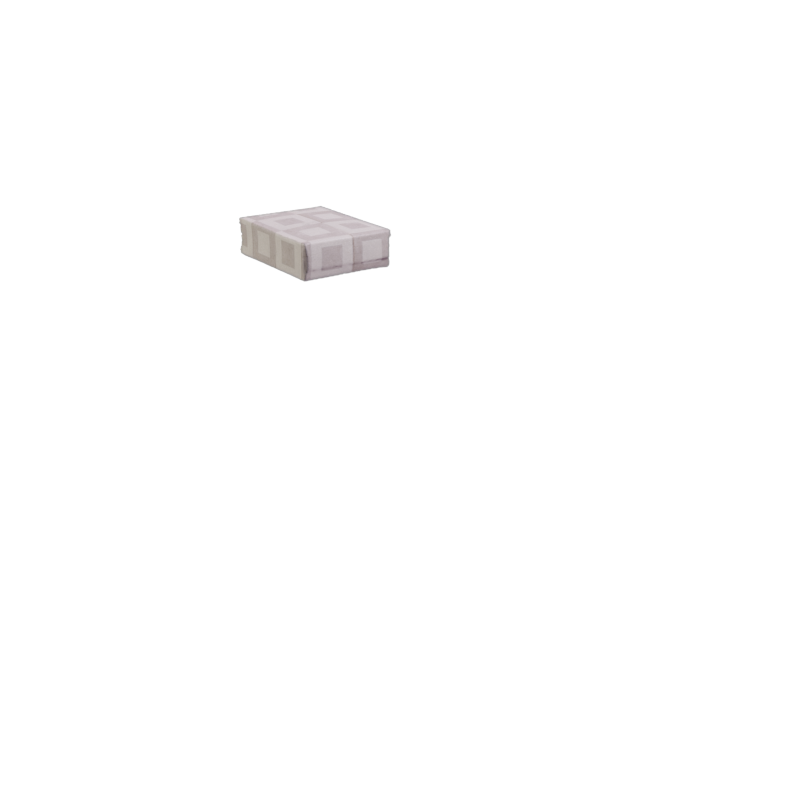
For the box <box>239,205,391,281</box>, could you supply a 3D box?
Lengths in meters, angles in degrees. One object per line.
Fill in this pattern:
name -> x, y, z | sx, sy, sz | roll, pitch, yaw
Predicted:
box -> -0.076, -0.140, 0.978 | 0.088, 0.037, 0.120 | -13, 23, -33
